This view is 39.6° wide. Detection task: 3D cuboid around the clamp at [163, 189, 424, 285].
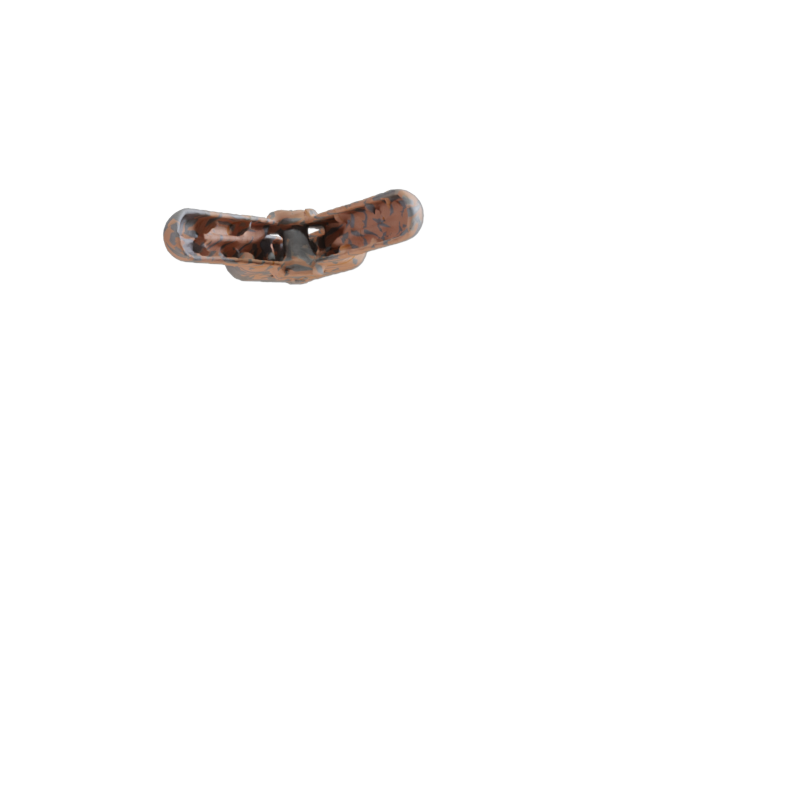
[{"bbox_3d":[-0.045,-0.083,0.580,0.121,0.039,0.170,0,3,5],"label":"clamp"}]
